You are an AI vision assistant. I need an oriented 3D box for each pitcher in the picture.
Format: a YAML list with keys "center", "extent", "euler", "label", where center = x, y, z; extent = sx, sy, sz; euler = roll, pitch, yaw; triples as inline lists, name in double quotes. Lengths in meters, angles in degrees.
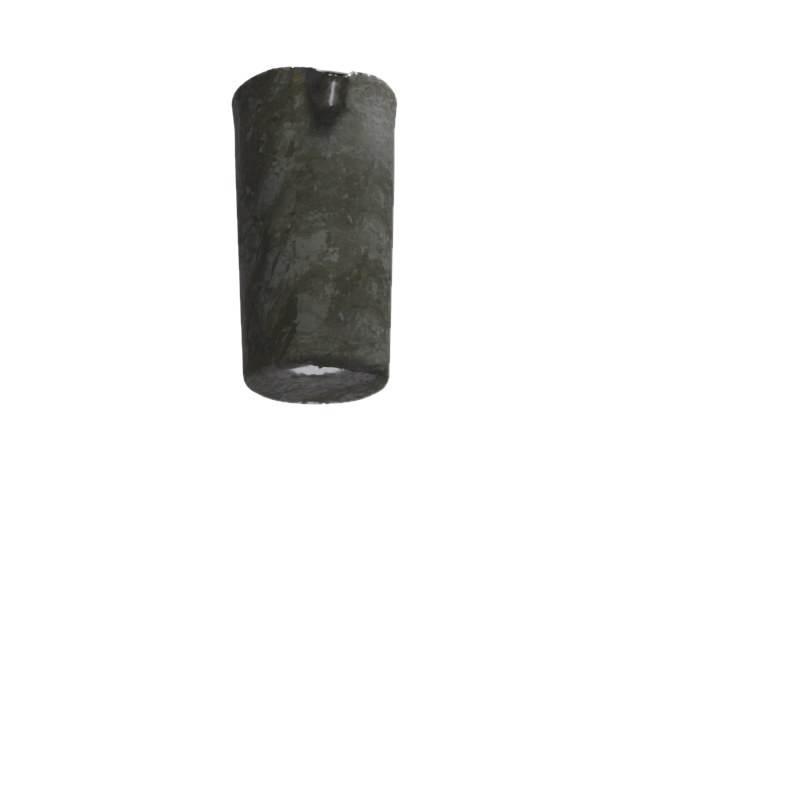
- center: [-0.068, -0.123, 0.863]
  extent: [0.148, 0.254, 0.140]
  euler: [-11, -21, 28]
  label: "pitcher"
